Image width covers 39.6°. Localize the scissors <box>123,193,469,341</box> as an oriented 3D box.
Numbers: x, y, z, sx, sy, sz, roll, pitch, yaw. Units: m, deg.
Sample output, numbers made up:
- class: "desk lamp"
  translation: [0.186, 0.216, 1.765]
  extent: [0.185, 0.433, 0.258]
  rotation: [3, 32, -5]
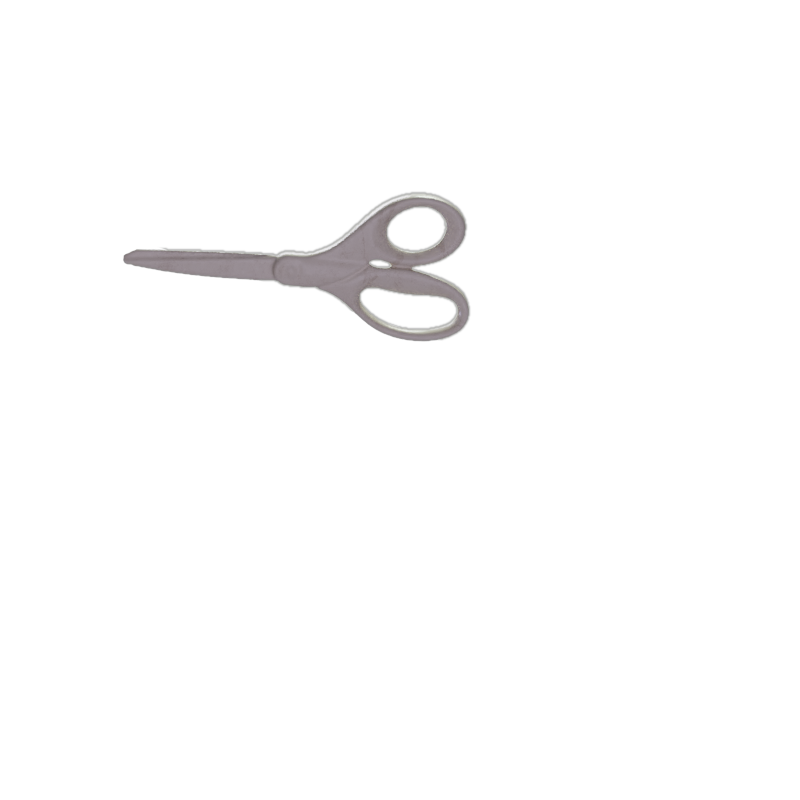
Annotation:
- class: "scissors"
  translation: [-0.050, -0.091, 0.639]
  extent: [0.200, 0.094, 0.016]
  rotation: [19, 14, -5]
